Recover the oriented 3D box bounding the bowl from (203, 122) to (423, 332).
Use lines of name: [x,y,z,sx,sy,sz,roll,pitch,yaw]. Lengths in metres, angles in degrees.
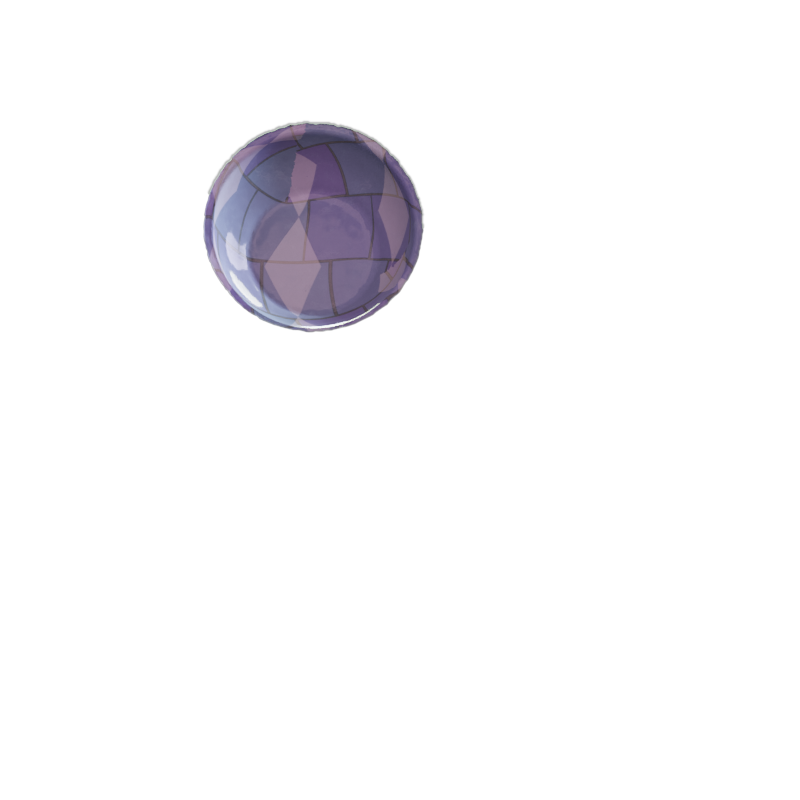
bowl: [-0.062,-0.113,0.790,0.162,0.155,0.058,1,21,-1]
